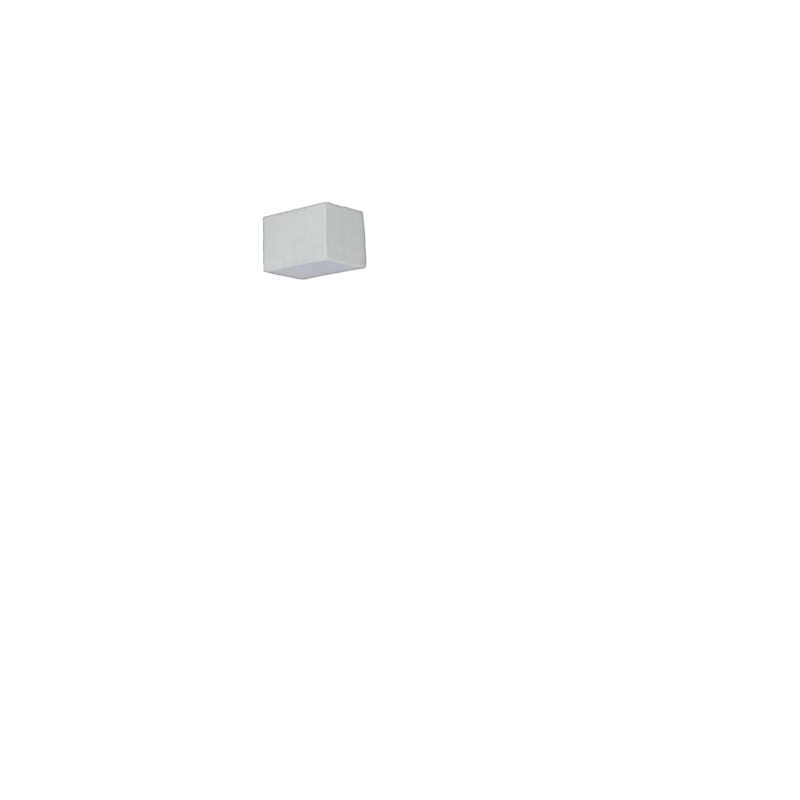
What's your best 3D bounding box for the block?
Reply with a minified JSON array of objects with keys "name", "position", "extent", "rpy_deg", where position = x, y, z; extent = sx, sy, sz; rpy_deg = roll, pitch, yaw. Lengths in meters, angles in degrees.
[{"name":"block","position":[-0.076,-0.138,0.965],"extent":[0.080,0.053,0.050],"rpy_deg":[-6,-11,40]}]
